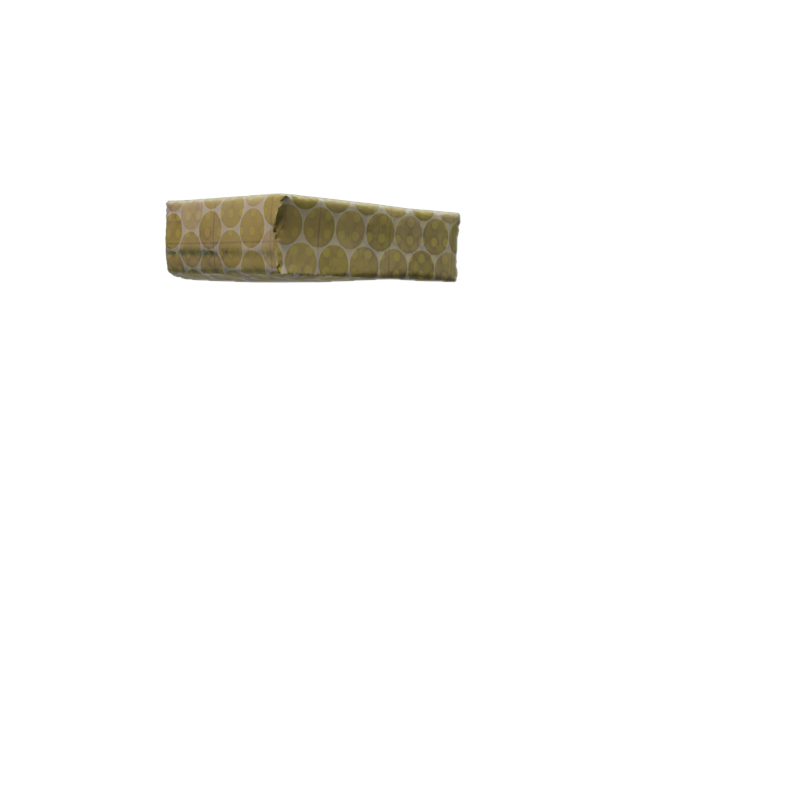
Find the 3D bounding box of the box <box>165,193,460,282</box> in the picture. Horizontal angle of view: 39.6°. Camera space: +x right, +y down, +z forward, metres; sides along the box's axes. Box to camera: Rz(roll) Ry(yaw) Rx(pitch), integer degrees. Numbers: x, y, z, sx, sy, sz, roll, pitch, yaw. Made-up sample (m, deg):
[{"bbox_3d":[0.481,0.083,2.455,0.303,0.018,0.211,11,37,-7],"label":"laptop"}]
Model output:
[{"bbox_3d":[-0.041,-0.075,0.526,0.109,0.039,0.094,-5,7,-42],"label":"box"}]
